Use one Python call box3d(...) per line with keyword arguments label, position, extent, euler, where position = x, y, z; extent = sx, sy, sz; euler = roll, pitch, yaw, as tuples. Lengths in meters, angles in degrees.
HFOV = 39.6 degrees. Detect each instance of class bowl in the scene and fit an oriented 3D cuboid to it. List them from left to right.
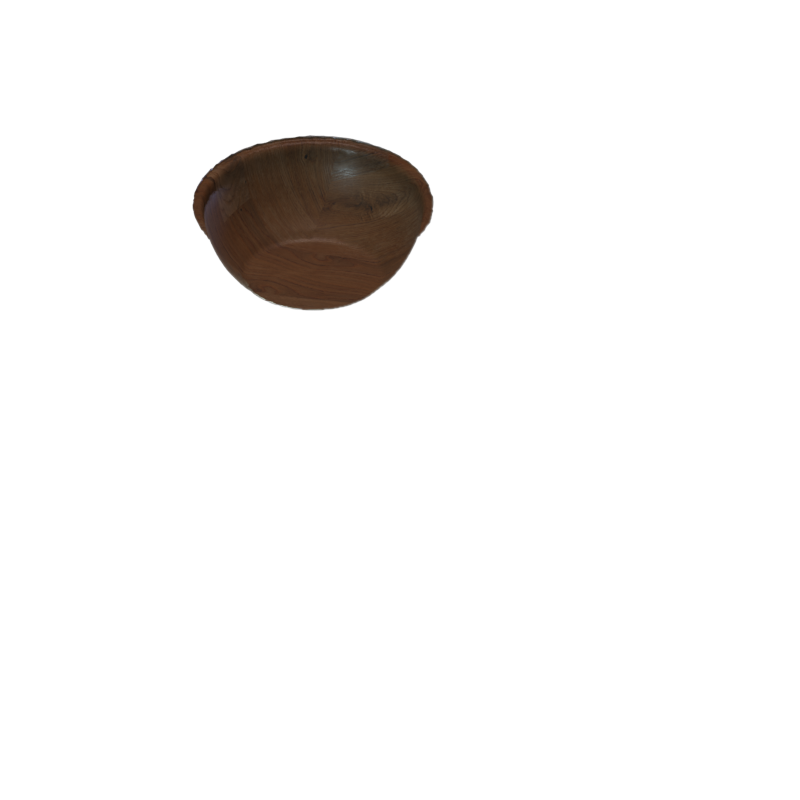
box3d(label="bowl", position=(-0.057, -0.104, 0.731), extent=(0.162, 0.058, 0.153), euler=(1, -26, -2))
